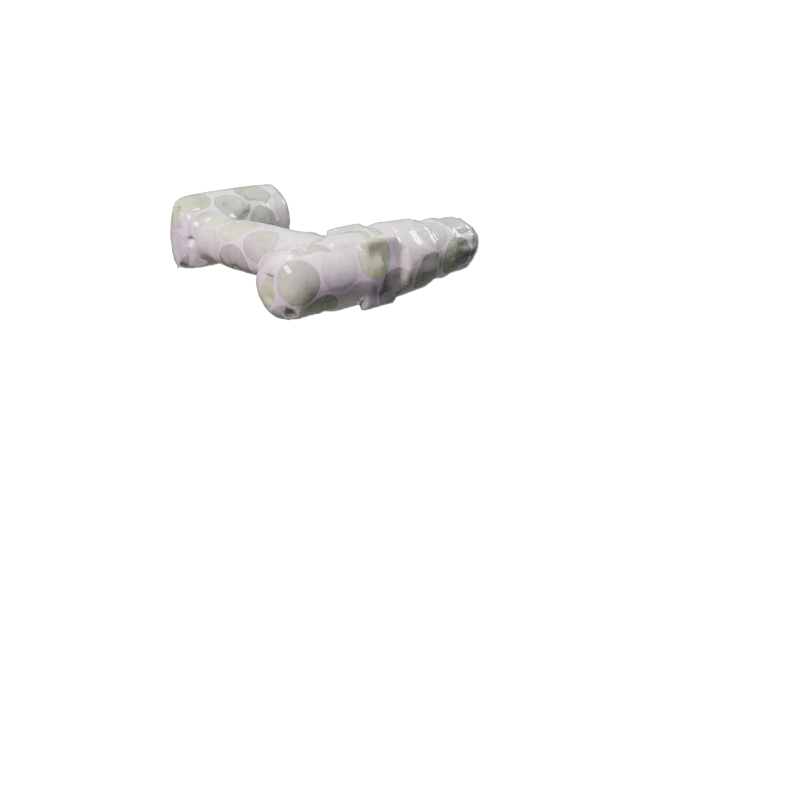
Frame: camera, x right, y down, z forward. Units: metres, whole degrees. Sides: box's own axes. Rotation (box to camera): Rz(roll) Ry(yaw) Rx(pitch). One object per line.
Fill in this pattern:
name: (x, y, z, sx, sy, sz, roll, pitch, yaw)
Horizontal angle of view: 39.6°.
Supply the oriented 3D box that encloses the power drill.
power drill: (-0.063, -0.114, 0.800, 0.180, 0.055, 0.199, -17, 26, -39)
